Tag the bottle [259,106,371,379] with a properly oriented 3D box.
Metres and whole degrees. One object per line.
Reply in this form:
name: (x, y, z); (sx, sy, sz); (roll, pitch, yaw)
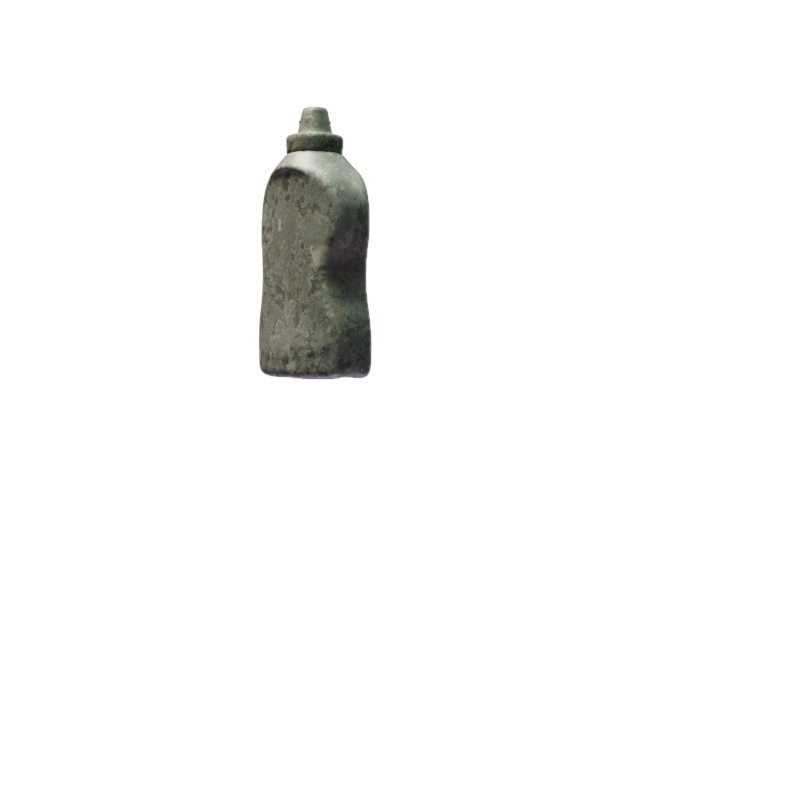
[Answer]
bottle: (-0.061, -0.113, 0.790); (0.056, 0.193, 0.099); (2, -3, -38)
